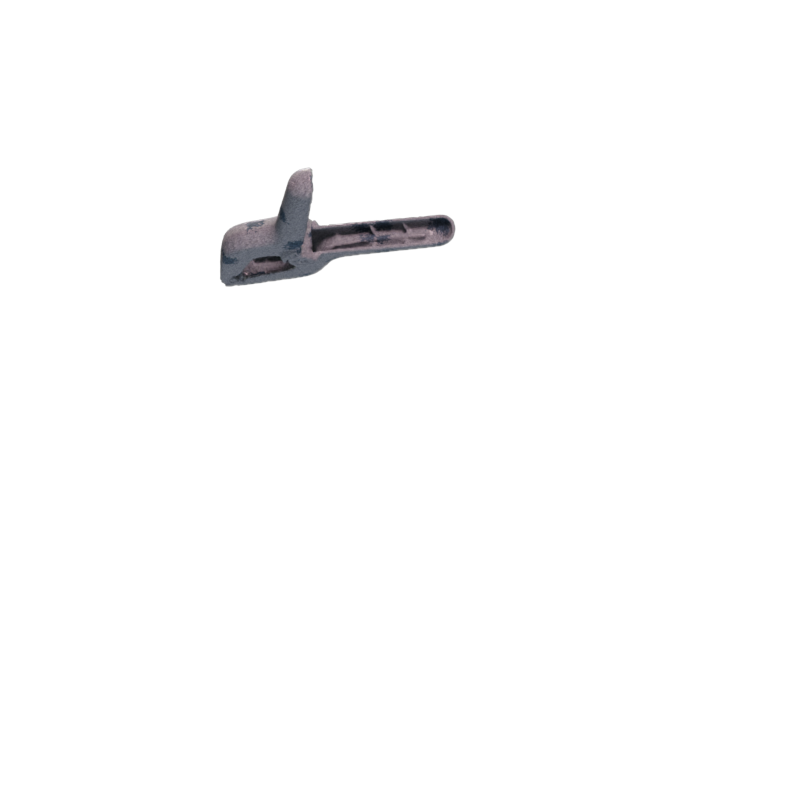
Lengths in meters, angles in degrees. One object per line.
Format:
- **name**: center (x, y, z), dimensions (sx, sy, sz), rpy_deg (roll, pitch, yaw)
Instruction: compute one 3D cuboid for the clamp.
- **clamp**: center (-0.071, -0.130, 0.910), dimensions (0.156, 0.038, 0.212), rpy_deg (10, -17, -36)
